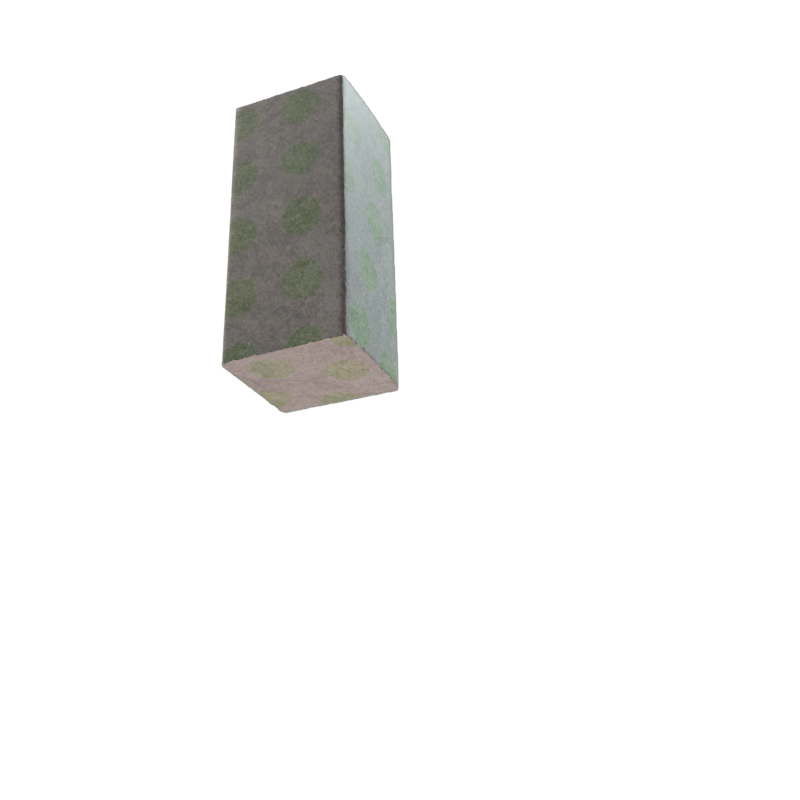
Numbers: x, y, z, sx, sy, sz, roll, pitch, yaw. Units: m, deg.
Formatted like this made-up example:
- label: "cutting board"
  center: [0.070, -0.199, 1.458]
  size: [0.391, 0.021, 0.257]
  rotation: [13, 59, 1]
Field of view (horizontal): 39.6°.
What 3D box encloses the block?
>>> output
- label: "block"
  center: [-0.060, -0.109, 0.768]
  size: [0.092, 0.220, 0.083]
  rotation: [-14, -32, 20]
